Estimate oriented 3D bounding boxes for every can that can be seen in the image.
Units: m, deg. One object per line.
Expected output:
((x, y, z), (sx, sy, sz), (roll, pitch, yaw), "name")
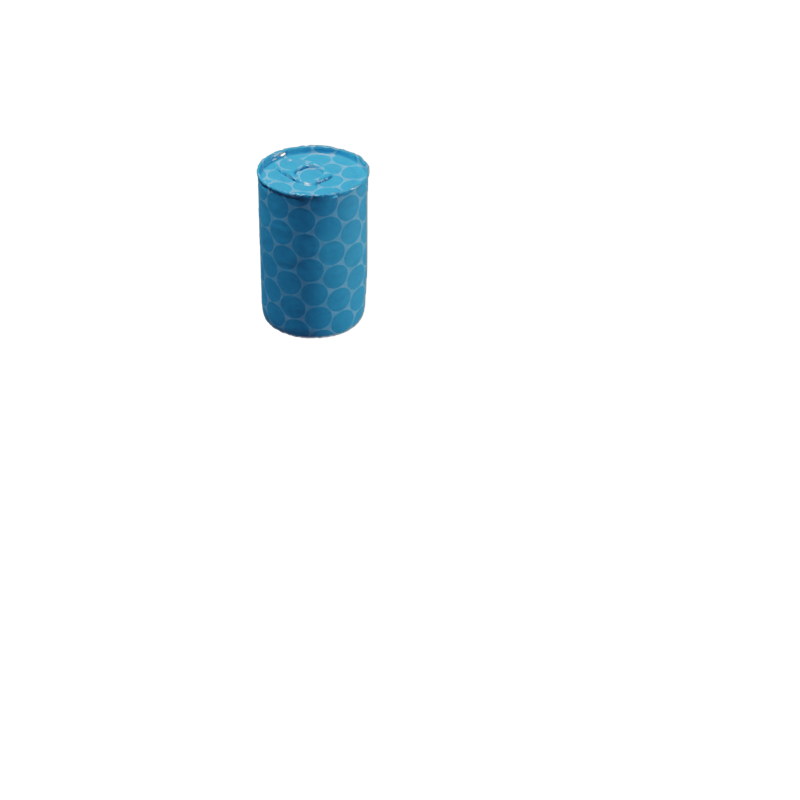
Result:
((-0.054, -0.098, 0.688), (0.068, 0.096, 0.073), (0, 34, -3), "can")
